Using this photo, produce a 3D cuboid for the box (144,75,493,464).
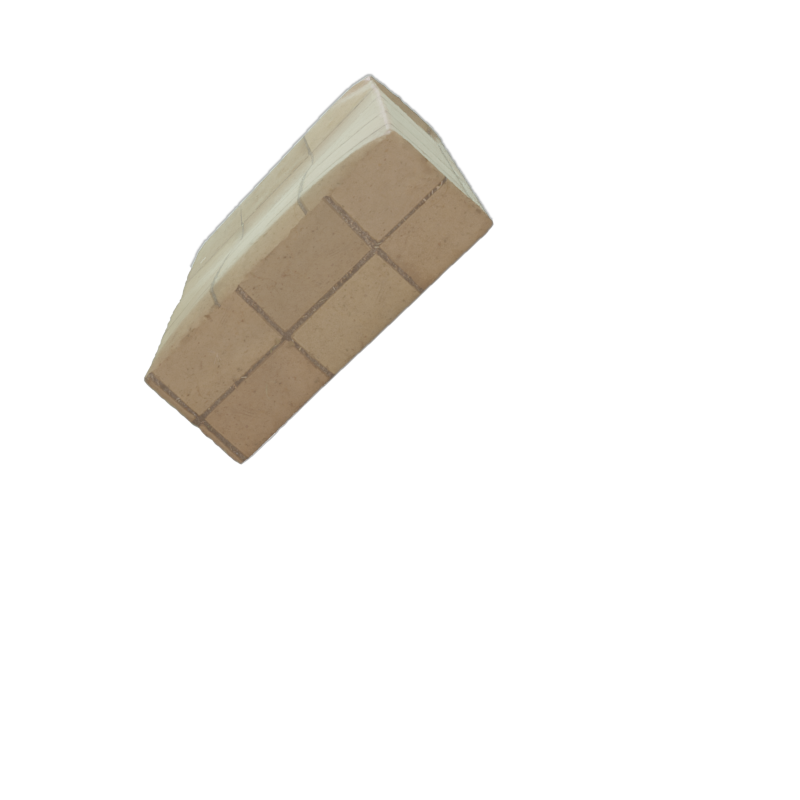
[{"bbox_3d":[-0.046,-0.084,0.591,0.069,0.163,0.224,43,13,-18],"label":"box"}]
